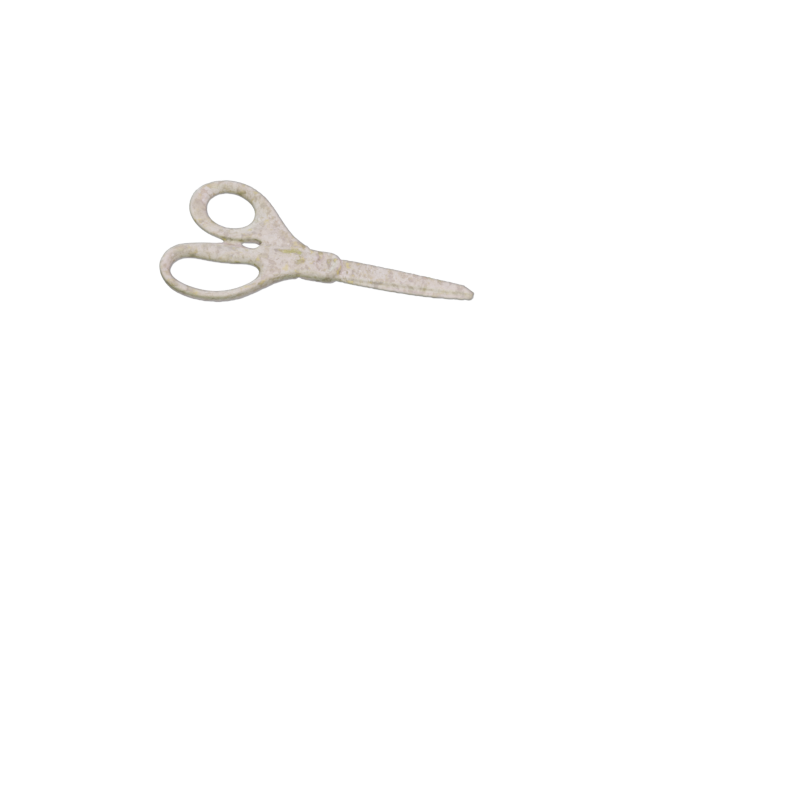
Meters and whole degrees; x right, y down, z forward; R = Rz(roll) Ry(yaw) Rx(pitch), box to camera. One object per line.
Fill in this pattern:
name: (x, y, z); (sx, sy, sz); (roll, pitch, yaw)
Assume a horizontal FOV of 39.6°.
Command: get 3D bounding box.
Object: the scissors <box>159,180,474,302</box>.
scissors: (-0.057, -0.104, 0.732); (0.201, 0.102, 0.015); (-3, -26, -2)
